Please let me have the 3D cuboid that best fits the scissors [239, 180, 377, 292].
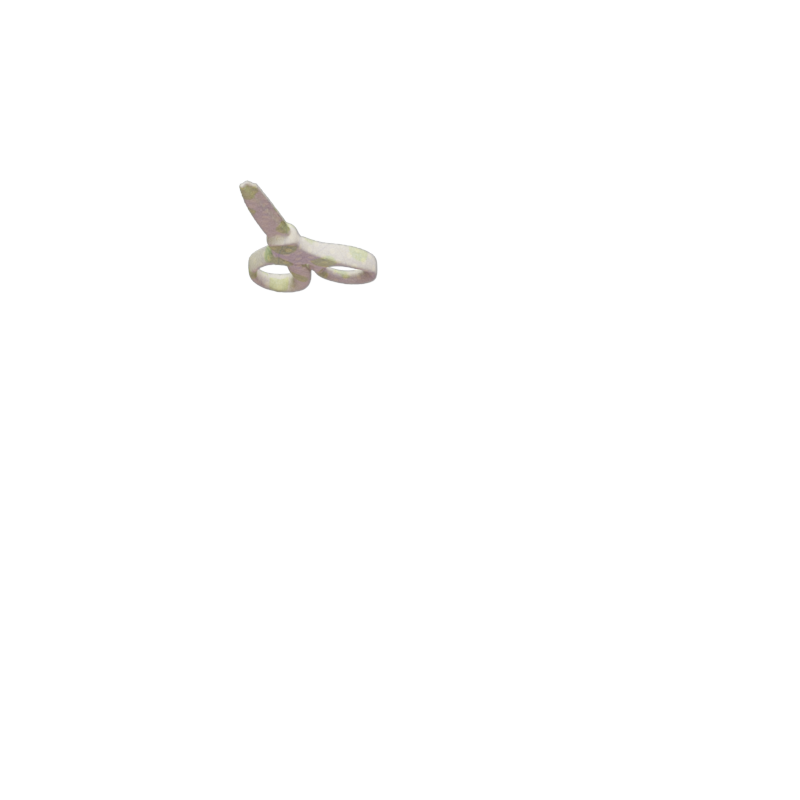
[{"bbox_3d":[-0.054,-0.098,0.690,0.095,0.016,0.197,1,-10,-8],"label":"scissors"}]
